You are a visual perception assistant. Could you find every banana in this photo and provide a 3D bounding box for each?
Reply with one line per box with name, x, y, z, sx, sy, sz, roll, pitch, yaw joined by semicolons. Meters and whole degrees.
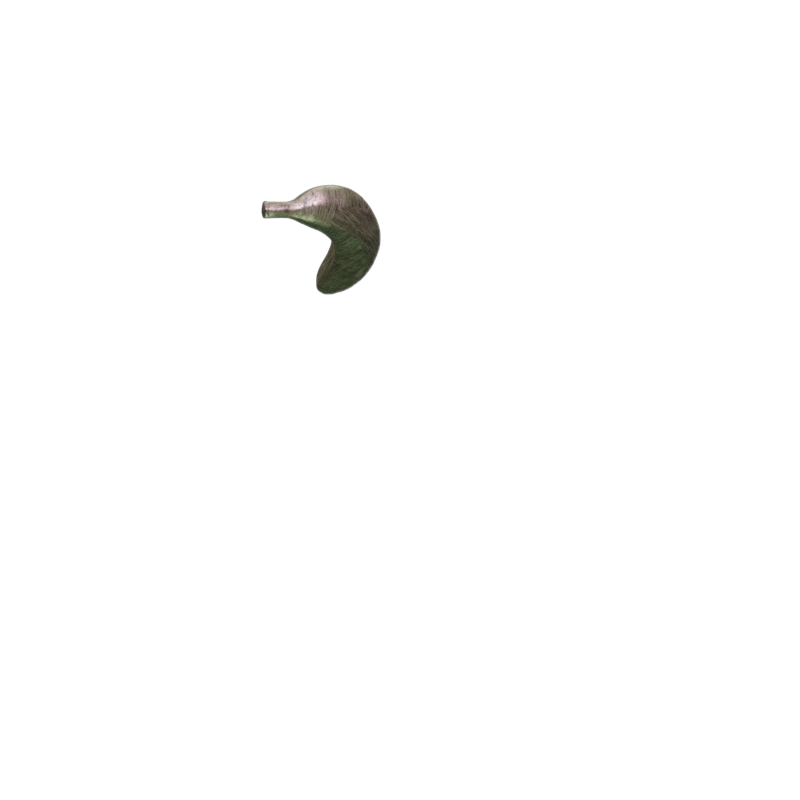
banana;-0.048;-0.122;0.835;0.070;0.038;0.188;-3;-14;9
